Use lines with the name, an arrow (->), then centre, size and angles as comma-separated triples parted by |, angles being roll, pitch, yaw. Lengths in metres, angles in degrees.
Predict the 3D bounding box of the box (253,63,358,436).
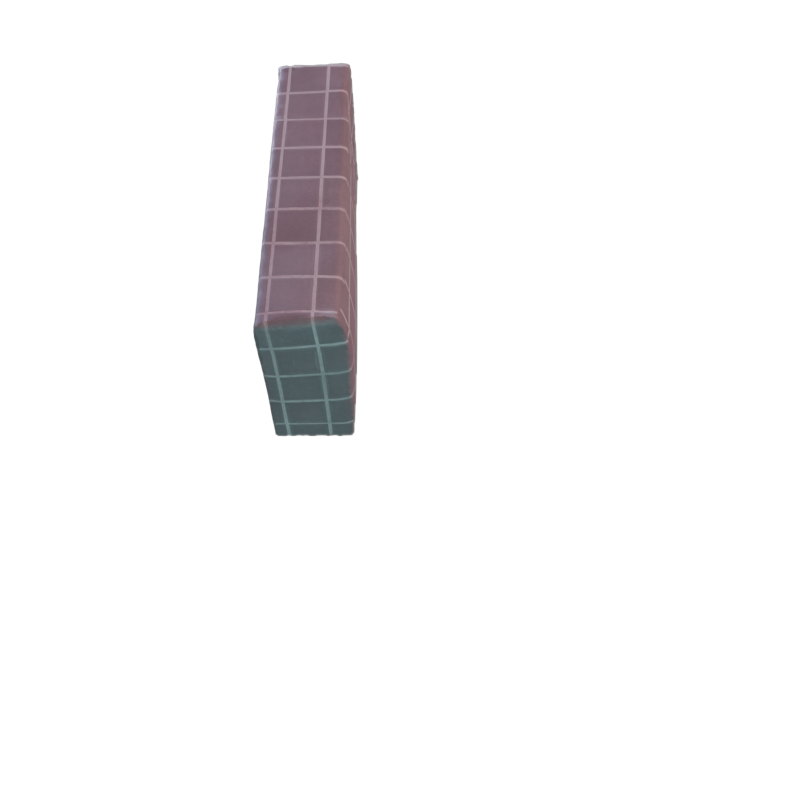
box -> -0.045, -0.081, 0.568 | 0.048, 0.189, 0.087 | -3, -38, 0
